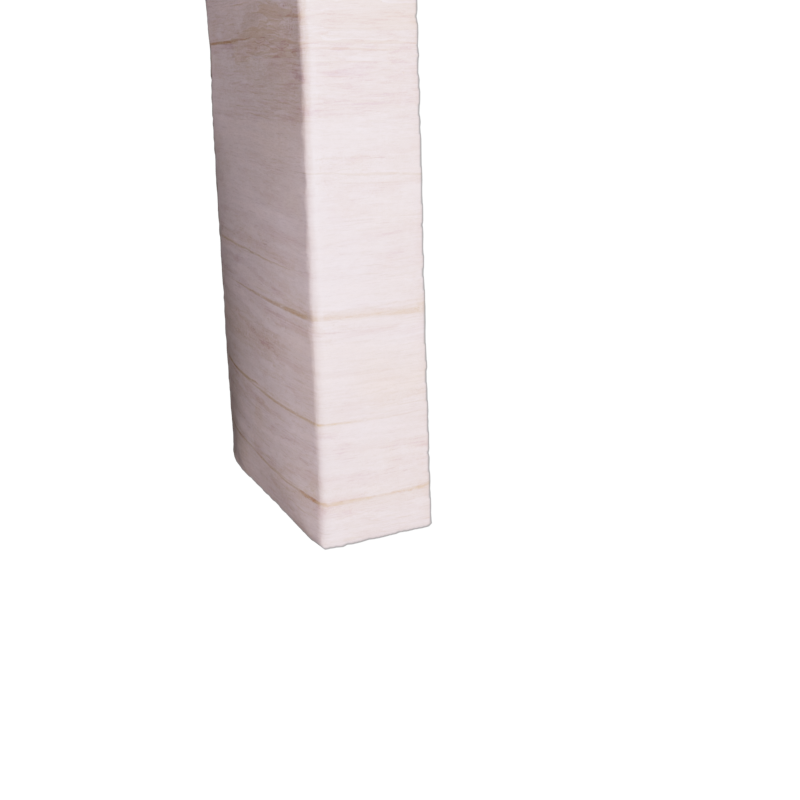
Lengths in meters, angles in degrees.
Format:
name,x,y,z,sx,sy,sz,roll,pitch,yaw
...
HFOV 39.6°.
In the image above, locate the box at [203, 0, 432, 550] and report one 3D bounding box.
name,x,y,z,sx,sy,sz,roll,pitch,yaw
box,-0.029,-0.053,0.372,0.047,0.172,0.098,-4,13,-25
